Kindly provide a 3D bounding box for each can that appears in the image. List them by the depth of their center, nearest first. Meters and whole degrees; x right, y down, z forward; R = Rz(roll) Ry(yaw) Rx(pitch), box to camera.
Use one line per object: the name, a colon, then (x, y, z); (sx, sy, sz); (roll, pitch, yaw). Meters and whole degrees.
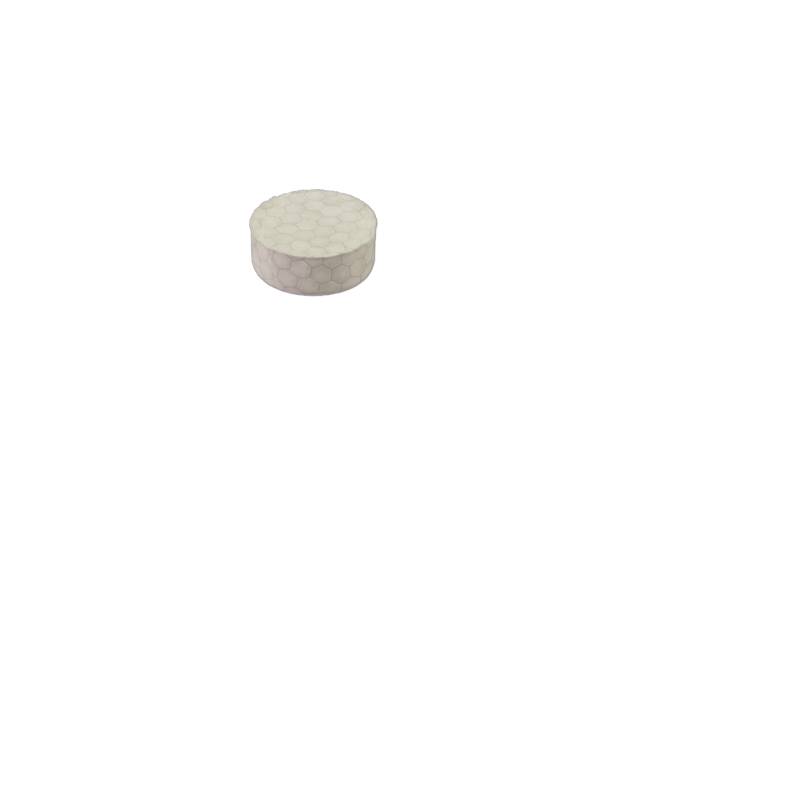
can: (-0.059, -0.107, 0.748); (0.086, 0.031, 0.092); (-1, 38, -2)
